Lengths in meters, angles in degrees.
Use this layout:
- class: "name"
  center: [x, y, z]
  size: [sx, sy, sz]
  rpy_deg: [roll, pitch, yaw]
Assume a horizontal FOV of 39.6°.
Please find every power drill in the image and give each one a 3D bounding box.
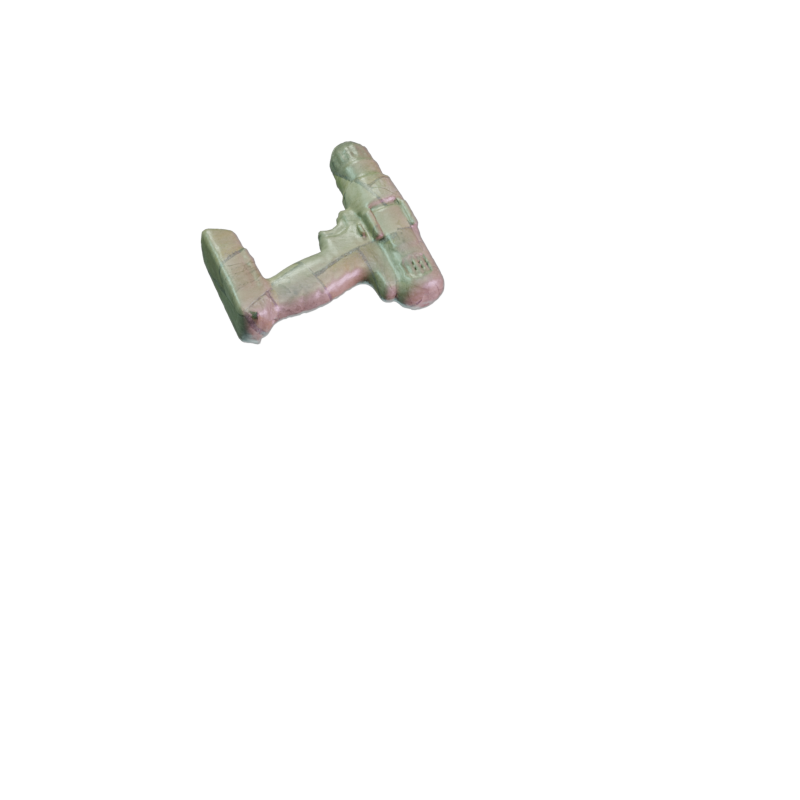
- class: "power drill"
  center: [-0.077, -0.140, 0.979]
  size: [0.186, 0.198, 0.054]
  rpy_deg: [-20, -31, -13]
